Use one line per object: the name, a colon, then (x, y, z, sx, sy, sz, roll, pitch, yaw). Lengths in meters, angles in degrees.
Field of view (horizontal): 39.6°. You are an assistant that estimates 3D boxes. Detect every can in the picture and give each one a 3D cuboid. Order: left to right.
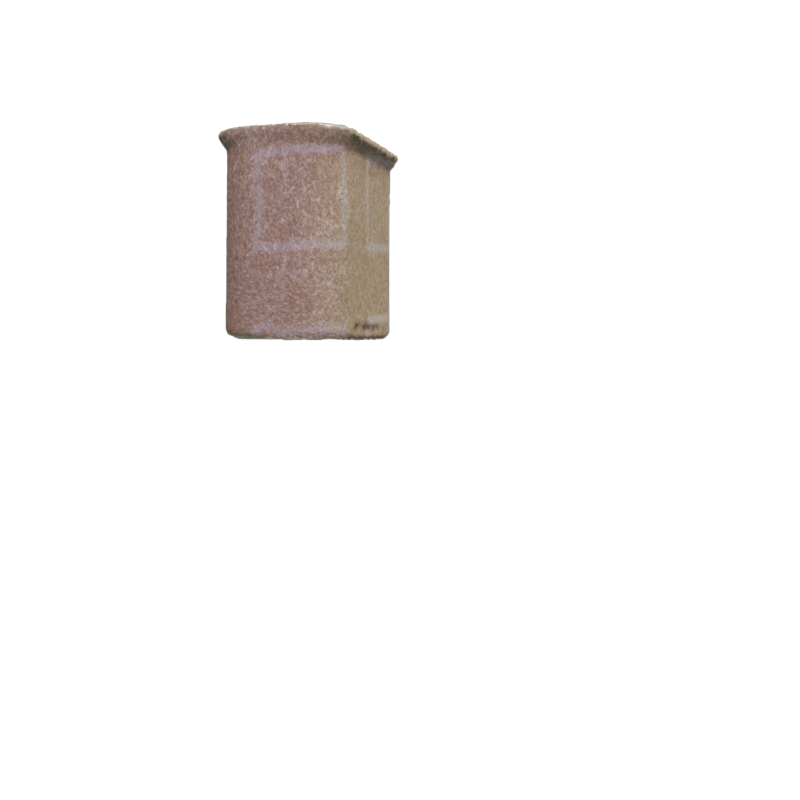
can: (-0.037, -0.068, 0.474, 0.059, 0.084, 0.099, -1, 0, 15)
